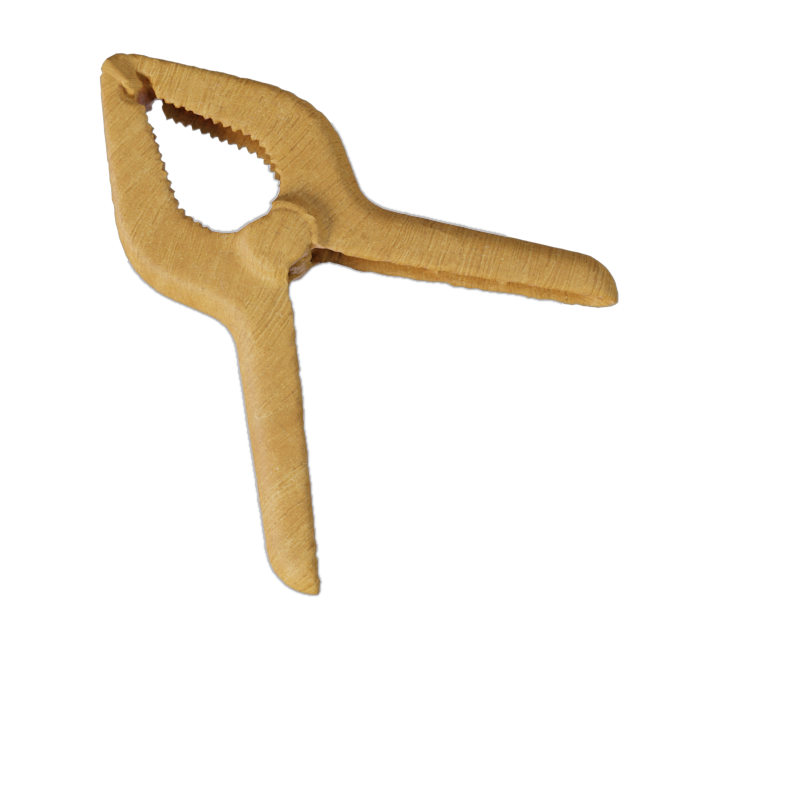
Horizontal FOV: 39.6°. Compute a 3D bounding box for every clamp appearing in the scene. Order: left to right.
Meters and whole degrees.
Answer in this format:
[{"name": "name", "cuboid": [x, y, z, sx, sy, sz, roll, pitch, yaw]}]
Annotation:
[{"name": "clamp", "cuboid": [-0.033, -0.061, 0.424, 0.165, 0.217, 0.035, -35, -13, -9]}]
